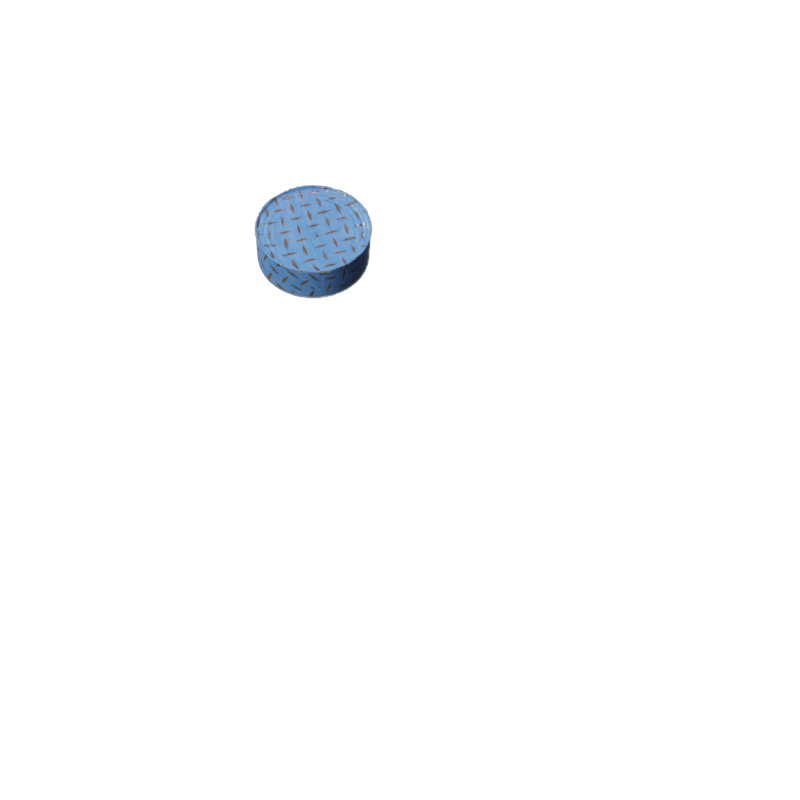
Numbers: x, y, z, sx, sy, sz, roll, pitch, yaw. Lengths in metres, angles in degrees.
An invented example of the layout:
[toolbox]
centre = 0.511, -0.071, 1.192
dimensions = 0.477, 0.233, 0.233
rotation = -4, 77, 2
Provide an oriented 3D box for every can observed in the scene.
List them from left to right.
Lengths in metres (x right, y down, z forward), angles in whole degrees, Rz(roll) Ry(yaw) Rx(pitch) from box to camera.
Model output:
[can]
centre = -0.064, -0.117, 0.821
dimensions = 0.086, 0.092, 0.031
rotation = -1, -38, -1
